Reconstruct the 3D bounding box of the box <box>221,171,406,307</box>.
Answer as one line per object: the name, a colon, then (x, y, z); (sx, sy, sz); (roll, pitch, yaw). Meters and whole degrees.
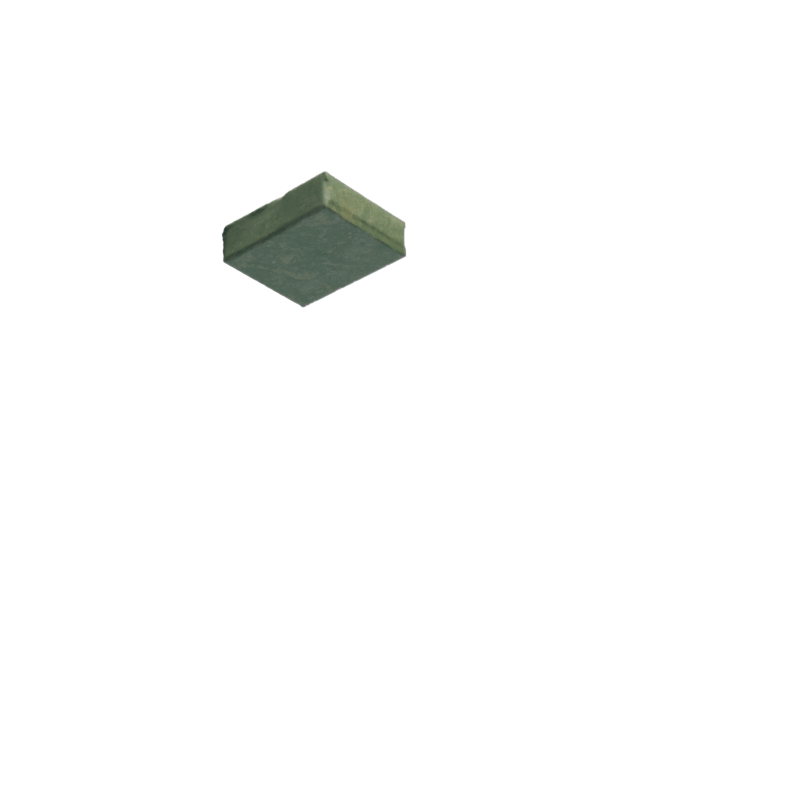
box: (-0.053, -0.096, 0.676); (0.090, 0.032, 0.068); (-22, -35, 35)
